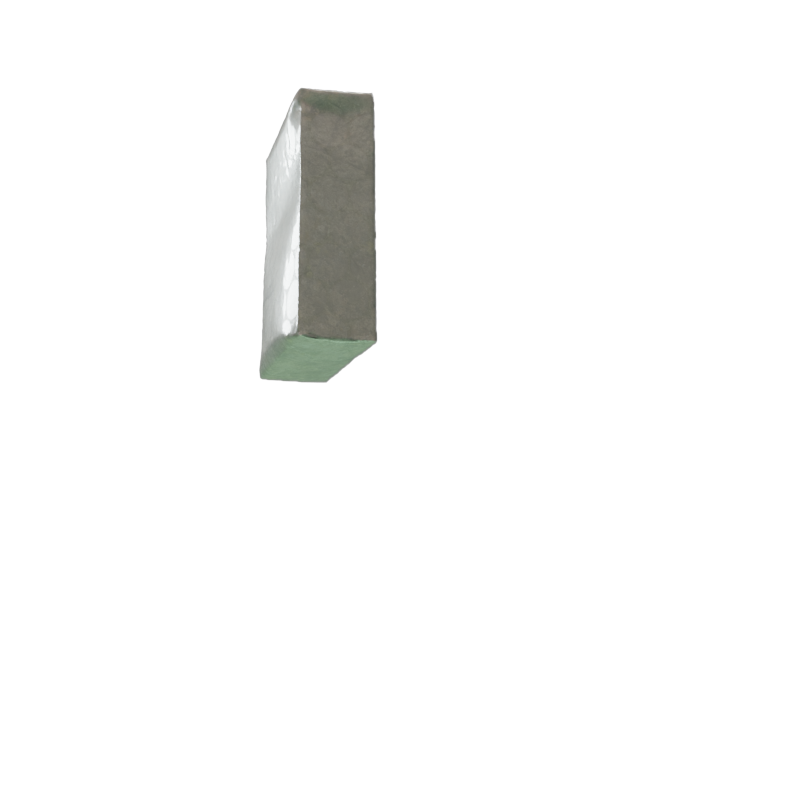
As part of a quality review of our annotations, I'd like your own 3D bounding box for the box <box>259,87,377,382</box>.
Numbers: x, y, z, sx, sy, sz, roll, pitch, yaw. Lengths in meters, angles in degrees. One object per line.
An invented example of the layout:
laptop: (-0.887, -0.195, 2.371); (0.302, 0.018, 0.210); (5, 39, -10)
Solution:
box: (-0.074, -0.135, 0.945); (0.070, 0.222, 0.161); (4, -16, -16)
